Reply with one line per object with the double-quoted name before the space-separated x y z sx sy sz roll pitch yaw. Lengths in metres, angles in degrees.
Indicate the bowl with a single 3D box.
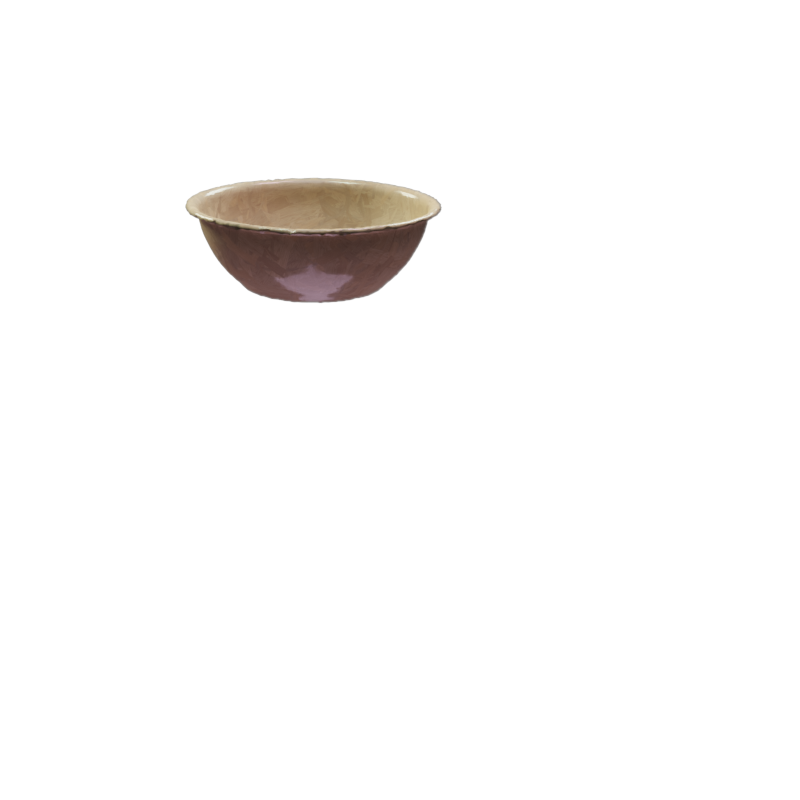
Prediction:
"bowl" -0.056 -0.101 0.709 0.162 0.053 0.169 -1 21 -2
